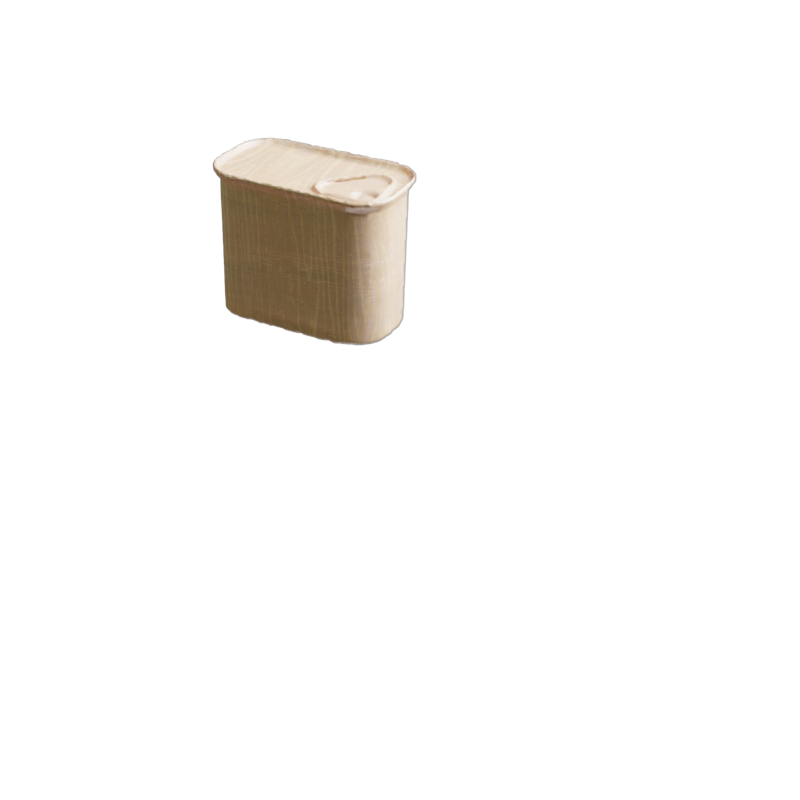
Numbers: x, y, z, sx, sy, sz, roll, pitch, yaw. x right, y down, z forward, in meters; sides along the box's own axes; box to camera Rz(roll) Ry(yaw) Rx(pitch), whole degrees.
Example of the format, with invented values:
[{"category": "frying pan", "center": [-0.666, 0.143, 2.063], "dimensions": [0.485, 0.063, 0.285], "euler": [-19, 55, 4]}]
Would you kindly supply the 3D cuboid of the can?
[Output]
[{"category": "can", "center": [-0.045, -0.082, 0.577], "dimensions": [0.106, 0.079, 0.058], "euler": [16, 32, 24]}]
